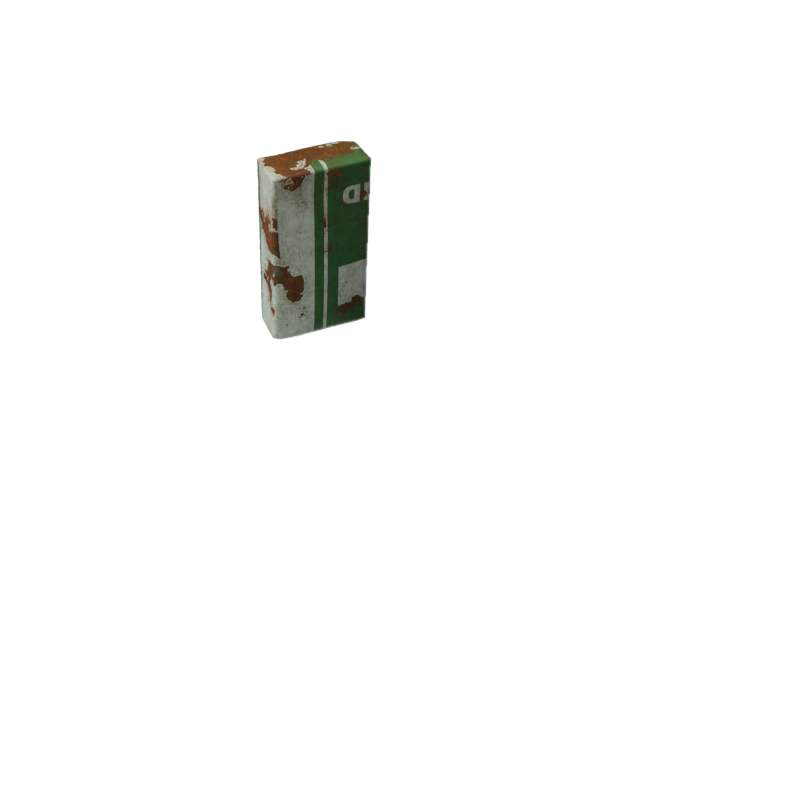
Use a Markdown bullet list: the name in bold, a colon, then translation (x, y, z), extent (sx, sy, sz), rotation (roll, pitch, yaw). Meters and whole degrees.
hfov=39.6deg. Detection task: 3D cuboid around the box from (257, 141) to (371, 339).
- **box**: translation (-0.077, -0.141, 0.988), extent (0.092, 0.165, 0.052), rotation (-14, 39, -21)
